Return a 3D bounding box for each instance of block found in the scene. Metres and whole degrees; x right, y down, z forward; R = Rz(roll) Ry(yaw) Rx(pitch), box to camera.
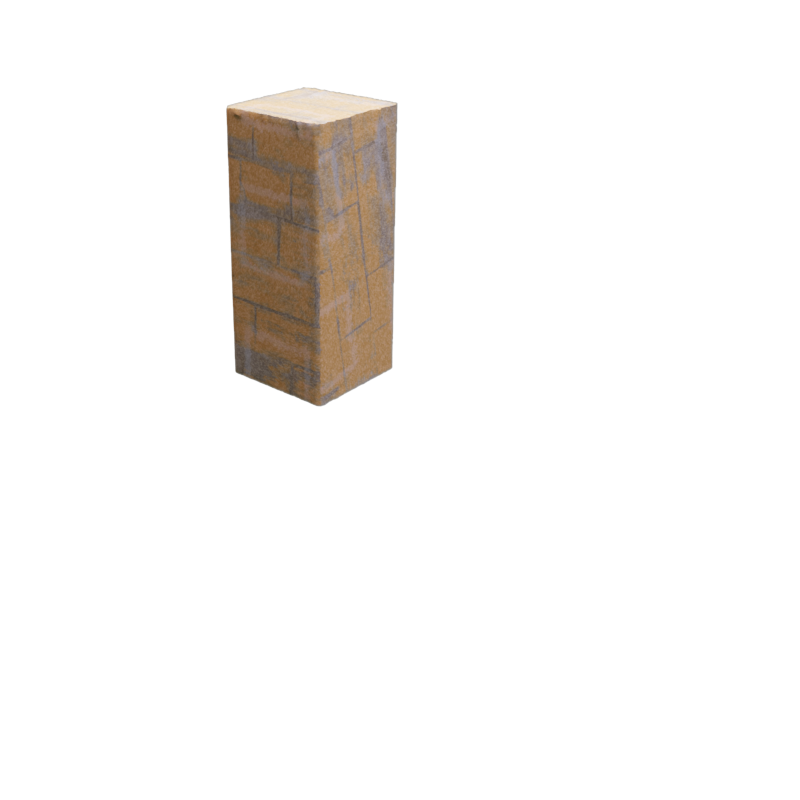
[{"bbox_3d":[-0.064,-0.116,0.811,0.096,0.197,0.089,18,27,35],"label":"block"}]
